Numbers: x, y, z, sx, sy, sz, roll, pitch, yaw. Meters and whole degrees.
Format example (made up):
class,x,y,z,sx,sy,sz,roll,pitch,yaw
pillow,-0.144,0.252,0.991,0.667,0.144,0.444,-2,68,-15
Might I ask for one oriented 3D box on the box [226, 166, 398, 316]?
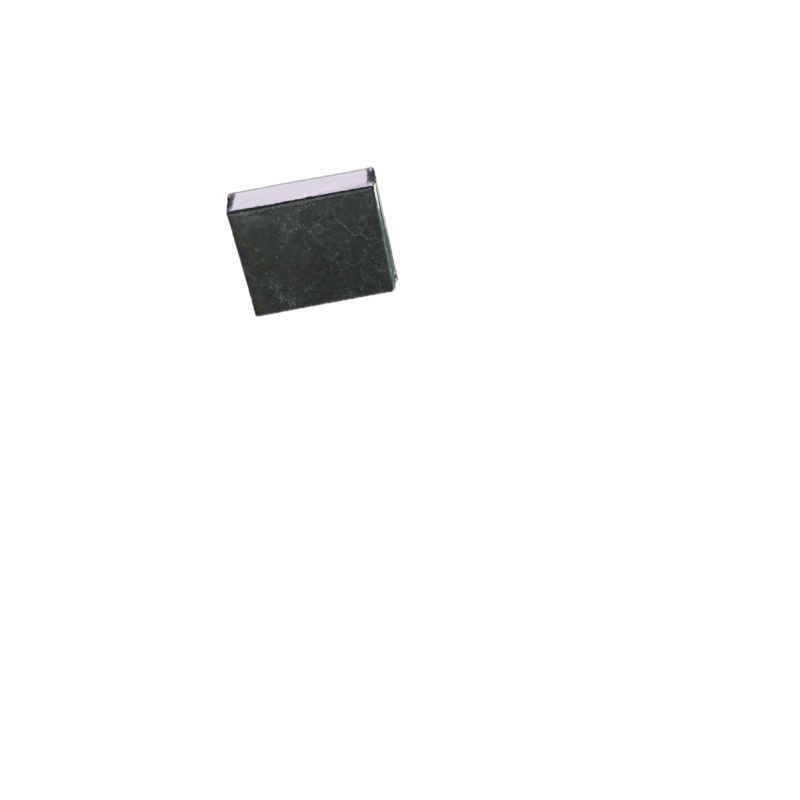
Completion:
class,x,y,z,sx,sy,sz,roll,pitch,yaw
box,-0.051,-0.094,0.657,0.090,0.068,0.032,-10,31,6
